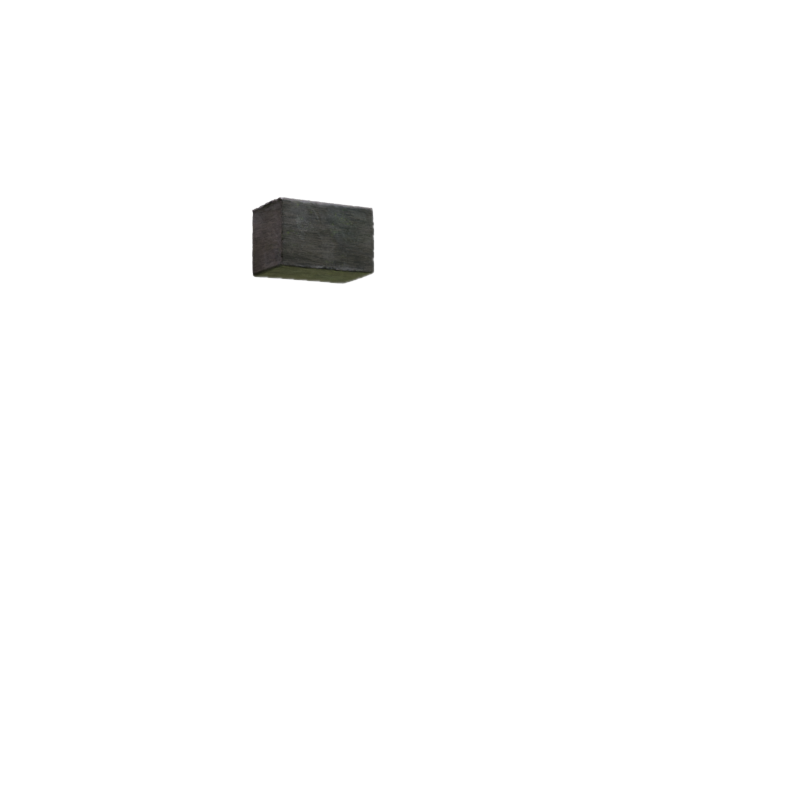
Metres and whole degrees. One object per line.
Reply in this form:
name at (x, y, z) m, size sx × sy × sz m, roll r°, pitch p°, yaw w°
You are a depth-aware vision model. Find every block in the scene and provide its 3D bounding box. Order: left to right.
block at (-0.064, -0.117, 0.819) m, size 0.075 × 0.052 × 0.054 m, roll 3°, pitch -8°, yaw -29°
